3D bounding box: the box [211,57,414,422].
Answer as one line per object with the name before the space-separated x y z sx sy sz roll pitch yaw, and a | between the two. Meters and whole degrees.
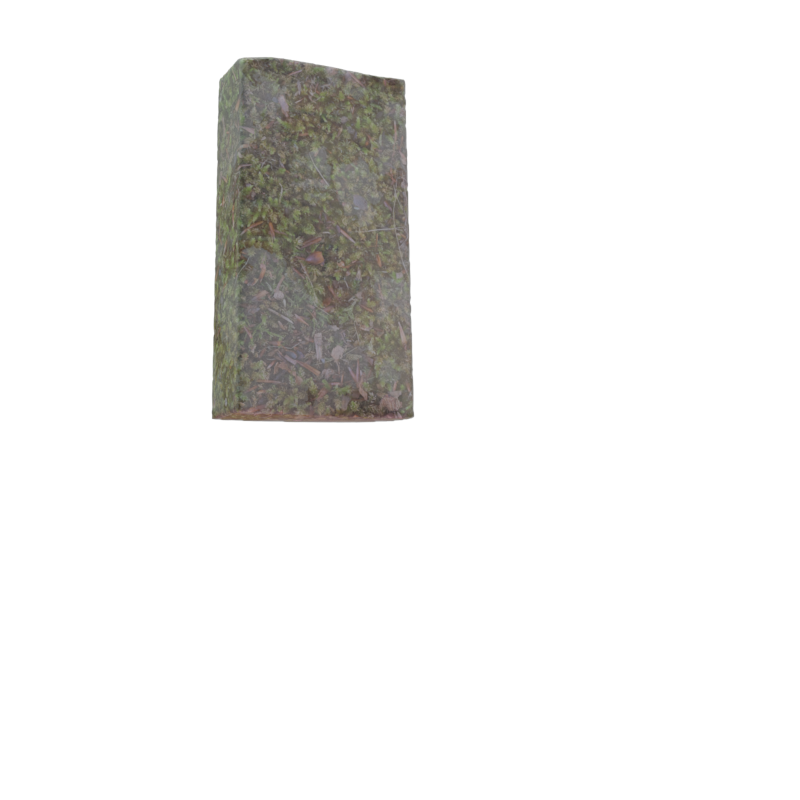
box | -0.043 -0.079 0.551 0.090 0.181 0.048 4 -13 -23
